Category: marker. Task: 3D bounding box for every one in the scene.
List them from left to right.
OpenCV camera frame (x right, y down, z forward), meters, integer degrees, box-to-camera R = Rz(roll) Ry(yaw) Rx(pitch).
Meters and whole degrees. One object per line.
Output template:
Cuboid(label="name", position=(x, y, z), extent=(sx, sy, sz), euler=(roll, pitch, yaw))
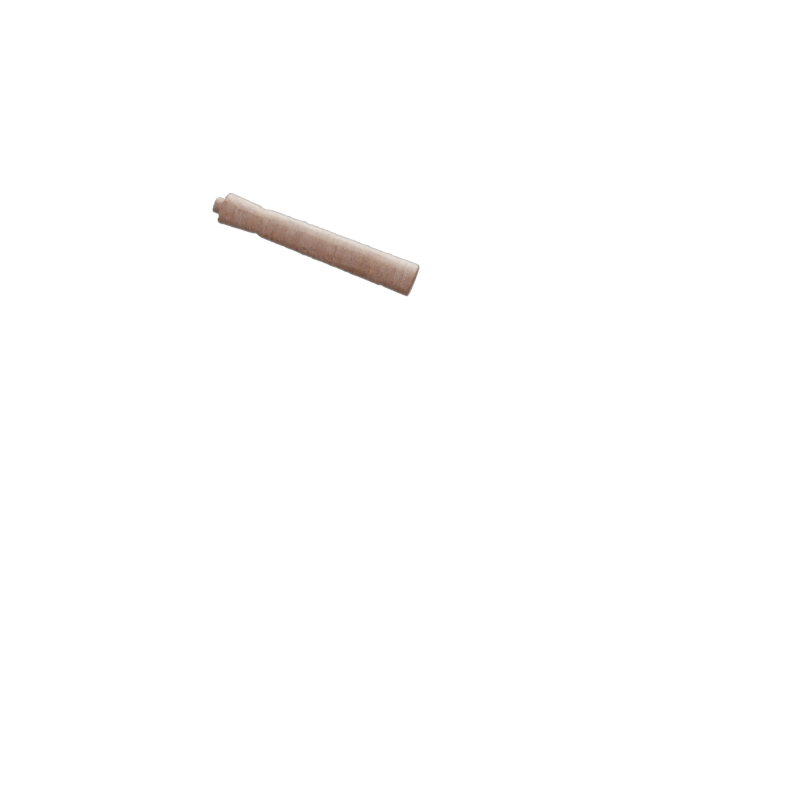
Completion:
Cuboid(label="marker", position=(-0.049, -0.089, 0.621), extent=(0.123, 0.020, 0.020), euler=(22, 7, 9))
